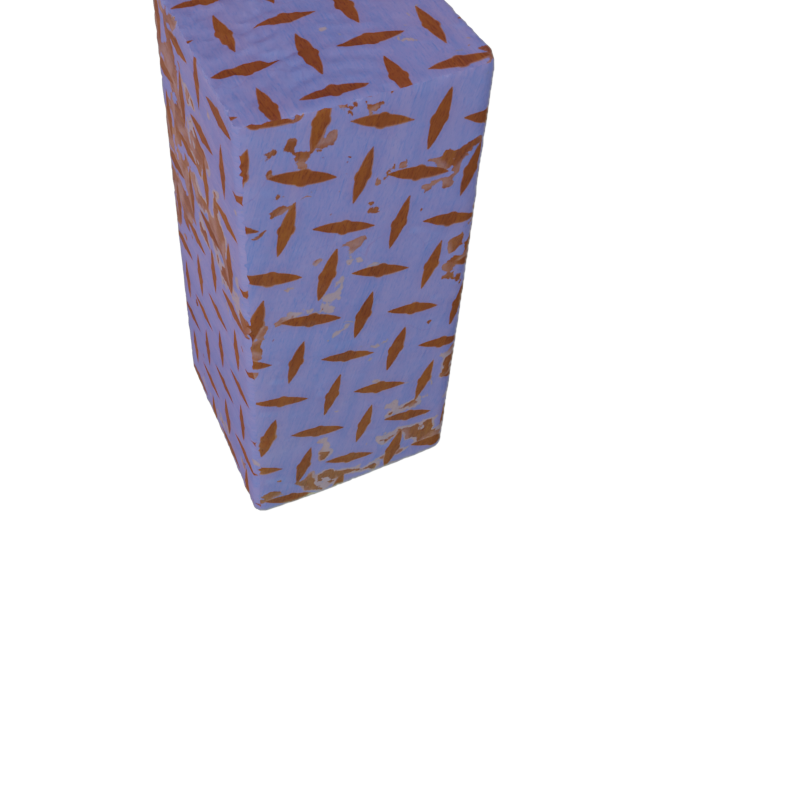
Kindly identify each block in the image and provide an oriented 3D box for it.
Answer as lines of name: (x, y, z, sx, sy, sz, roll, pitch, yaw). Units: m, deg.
block: (-0.033, -0.062, 0.432, 0.089, 0.098, 0.192, -18, -38, -18)
